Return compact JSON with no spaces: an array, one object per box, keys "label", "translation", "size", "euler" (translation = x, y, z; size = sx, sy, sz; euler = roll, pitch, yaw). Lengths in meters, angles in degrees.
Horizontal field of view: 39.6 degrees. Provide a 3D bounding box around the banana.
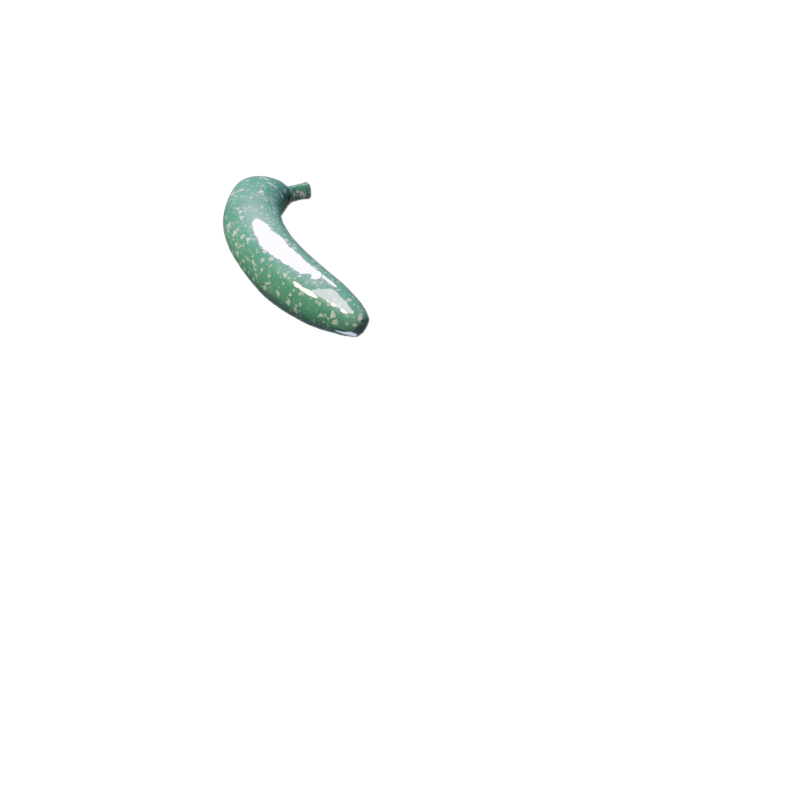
[{"label":"banana","translation":[-0.073,-0.098,0.687],"size":[0.069,0.034,0.213],"euler":[-7,35,-11]}]
